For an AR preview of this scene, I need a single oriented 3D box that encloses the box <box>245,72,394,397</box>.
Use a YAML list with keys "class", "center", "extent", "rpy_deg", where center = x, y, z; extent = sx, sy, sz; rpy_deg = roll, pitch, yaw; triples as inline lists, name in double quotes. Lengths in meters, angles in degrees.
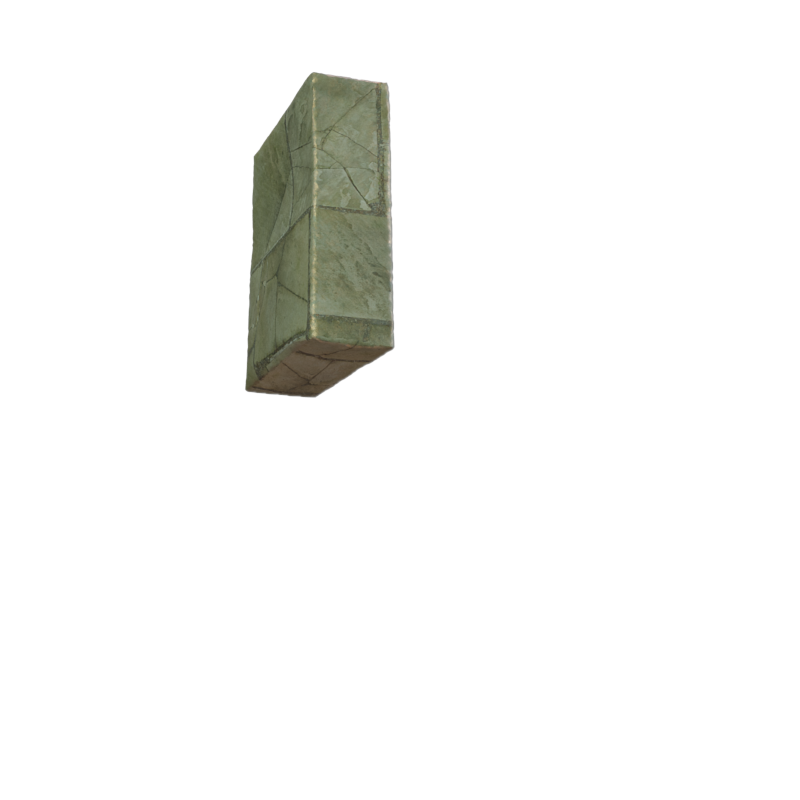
- class: "box"
  center: [-0.068, -0.124, 0.870]
  extent: [0.070, 0.224, 0.162]
  rpy_deg: [7, -19, -22]
